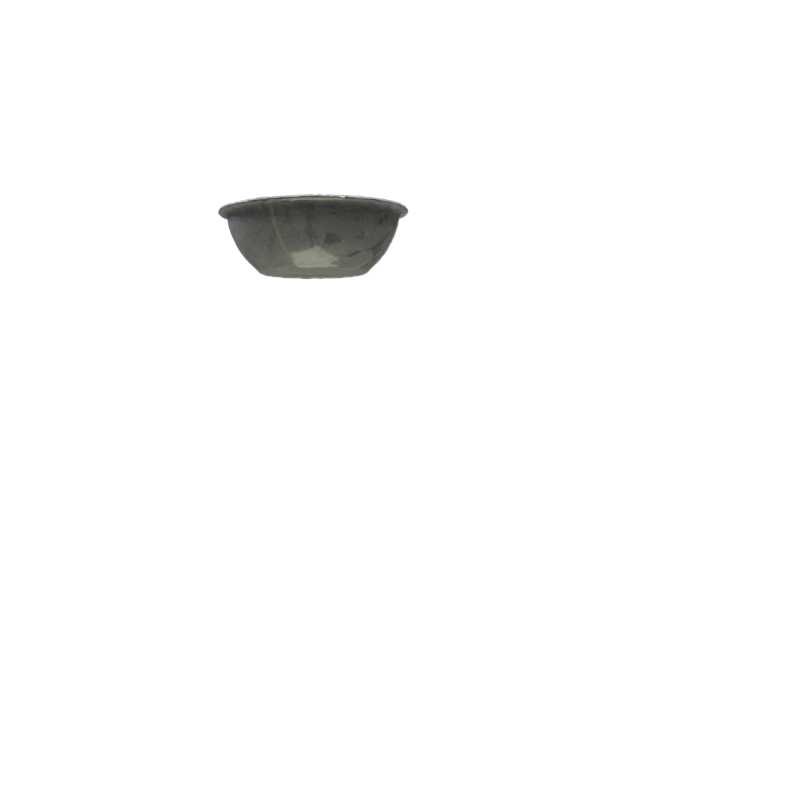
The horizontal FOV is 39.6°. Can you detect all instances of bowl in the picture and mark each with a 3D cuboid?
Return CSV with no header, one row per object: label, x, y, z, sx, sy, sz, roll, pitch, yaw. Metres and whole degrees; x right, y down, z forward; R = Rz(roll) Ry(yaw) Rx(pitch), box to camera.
bowl,-0.073,-0.134,0.938,0.162,0.056,0.161,0,0,-2
